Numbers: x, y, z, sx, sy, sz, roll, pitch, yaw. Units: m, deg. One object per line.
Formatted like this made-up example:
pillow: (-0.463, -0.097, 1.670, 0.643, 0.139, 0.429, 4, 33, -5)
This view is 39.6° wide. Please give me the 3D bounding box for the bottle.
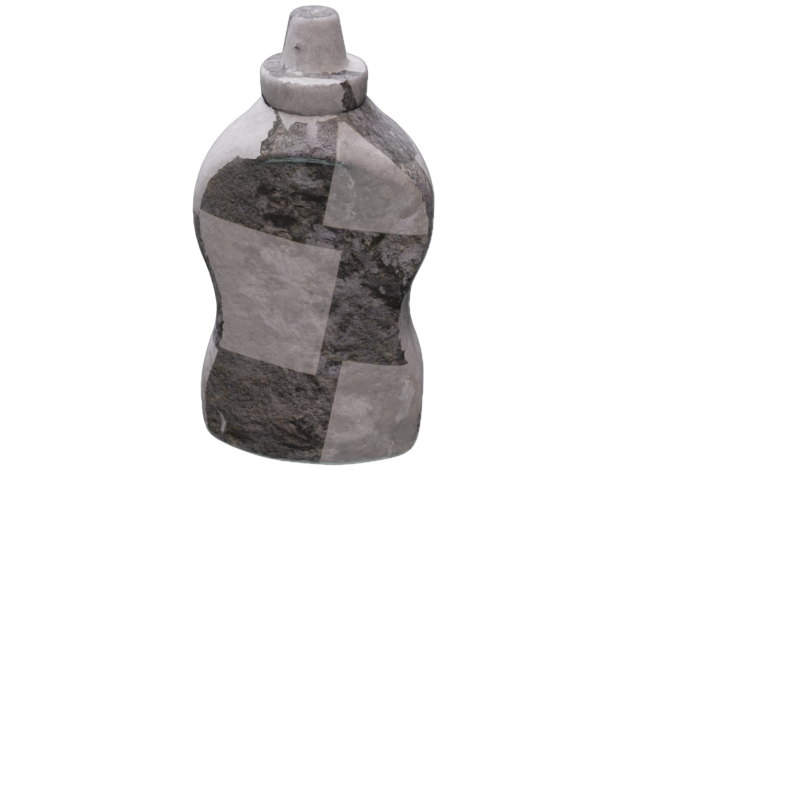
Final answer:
bottle: (-0.035, -0.065, 0.452, 0.097, 0.180, 0.061, 6, 32, 6)
